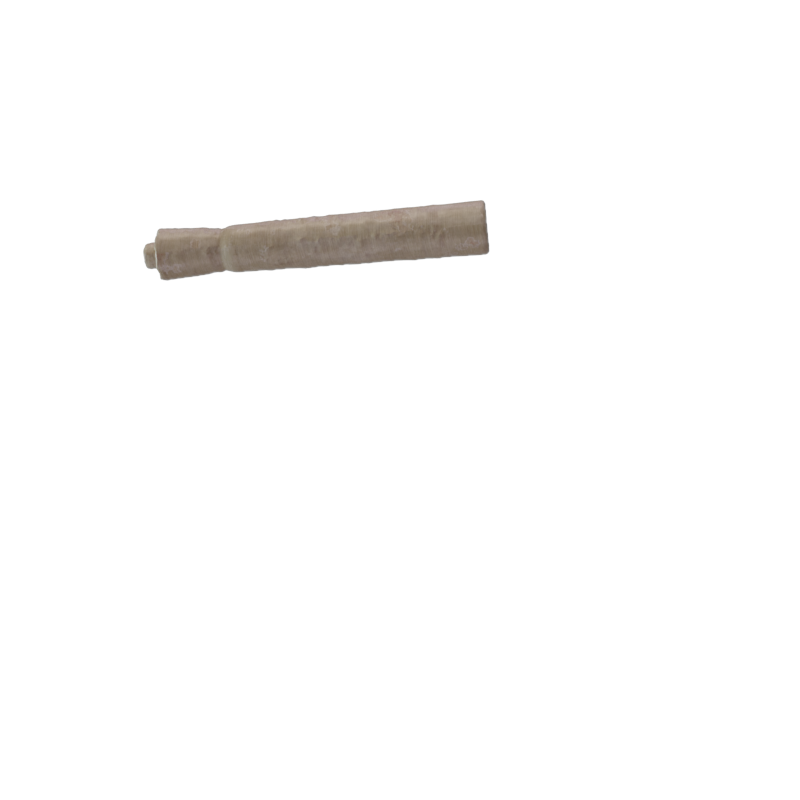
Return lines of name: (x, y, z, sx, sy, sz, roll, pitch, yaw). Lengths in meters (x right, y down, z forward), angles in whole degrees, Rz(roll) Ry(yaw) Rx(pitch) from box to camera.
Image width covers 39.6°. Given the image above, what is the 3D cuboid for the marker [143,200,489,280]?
marker: (-0.030, -0.055, 0.389, 0.122, 0.020, 0.020, -4, 4, 8)
